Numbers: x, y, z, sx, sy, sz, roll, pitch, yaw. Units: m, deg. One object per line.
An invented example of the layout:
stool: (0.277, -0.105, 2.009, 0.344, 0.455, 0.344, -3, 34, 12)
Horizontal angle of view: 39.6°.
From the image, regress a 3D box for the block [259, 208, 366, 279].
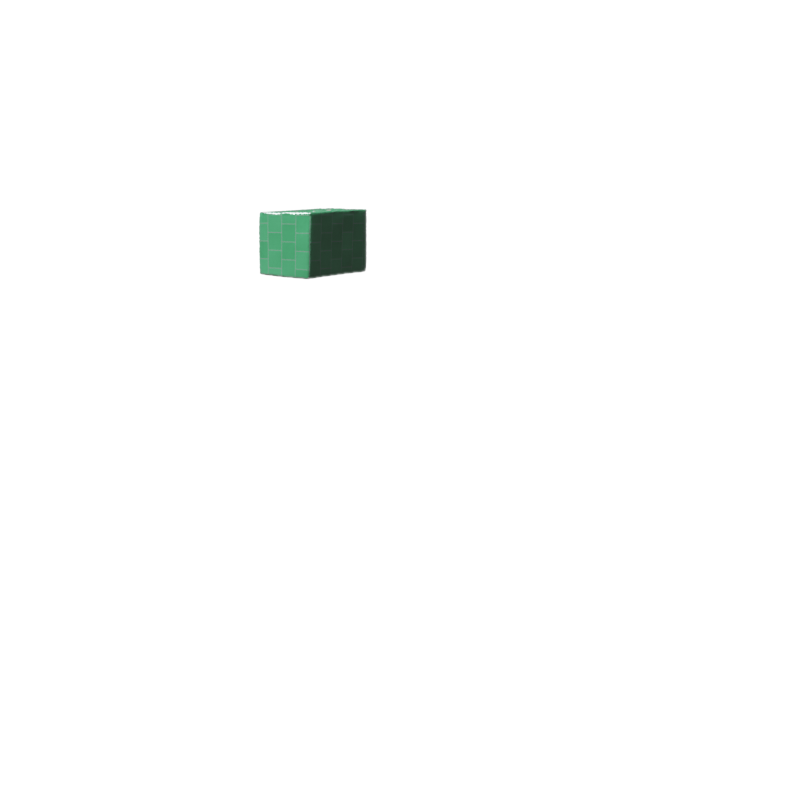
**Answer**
block: (-0.070, -0.127, 0.890, 0.055, 0.050, 0.076, 6, 12, 34)
